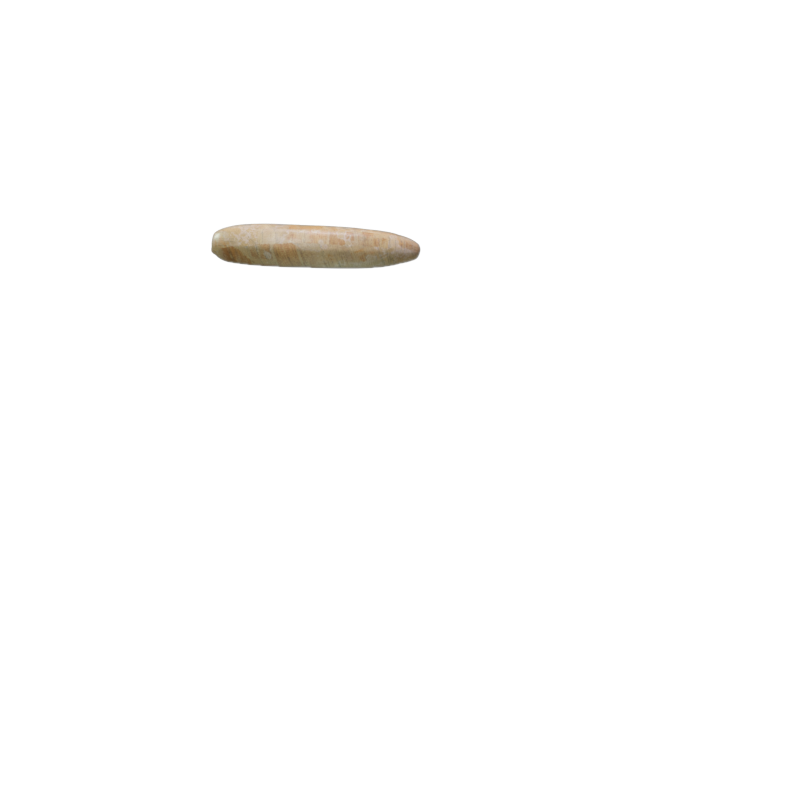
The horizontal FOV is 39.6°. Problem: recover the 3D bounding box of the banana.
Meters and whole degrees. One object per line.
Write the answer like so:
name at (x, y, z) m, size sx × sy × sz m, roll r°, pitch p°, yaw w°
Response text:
banana at (-0.085, -0.136, 0.965) m, size 0.203 × 0.036 × 0.070 m, roll 5°, pitch 15°, yaw 17°
